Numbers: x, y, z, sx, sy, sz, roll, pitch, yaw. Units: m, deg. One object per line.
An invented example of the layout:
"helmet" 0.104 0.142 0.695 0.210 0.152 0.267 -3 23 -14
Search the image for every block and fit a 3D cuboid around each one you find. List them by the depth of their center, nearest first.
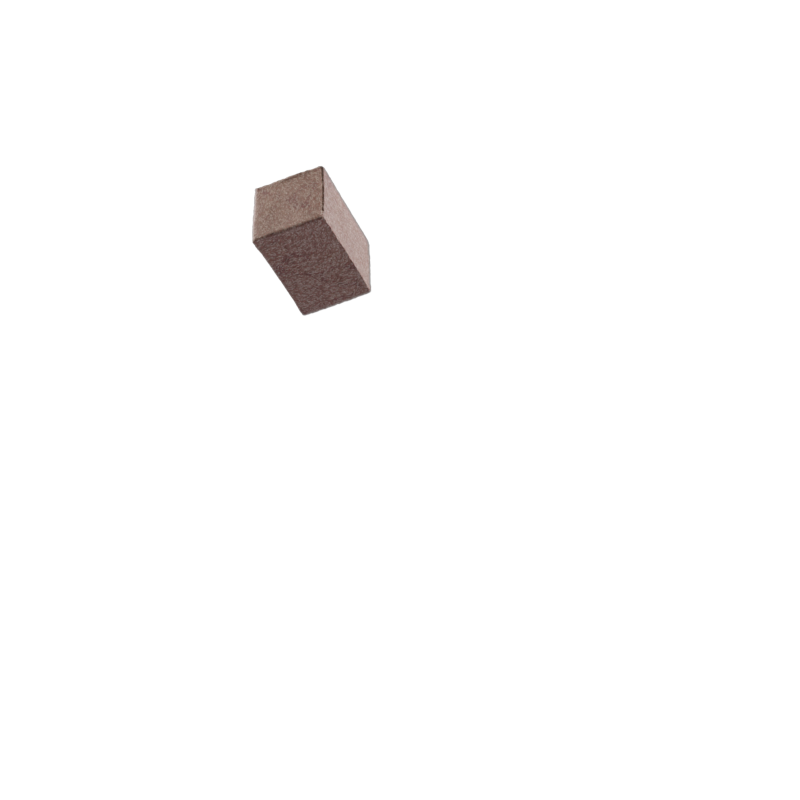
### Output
"block" -0.058 -0.105 0.735 0.053 0.055 0.072 -17 -45 16
